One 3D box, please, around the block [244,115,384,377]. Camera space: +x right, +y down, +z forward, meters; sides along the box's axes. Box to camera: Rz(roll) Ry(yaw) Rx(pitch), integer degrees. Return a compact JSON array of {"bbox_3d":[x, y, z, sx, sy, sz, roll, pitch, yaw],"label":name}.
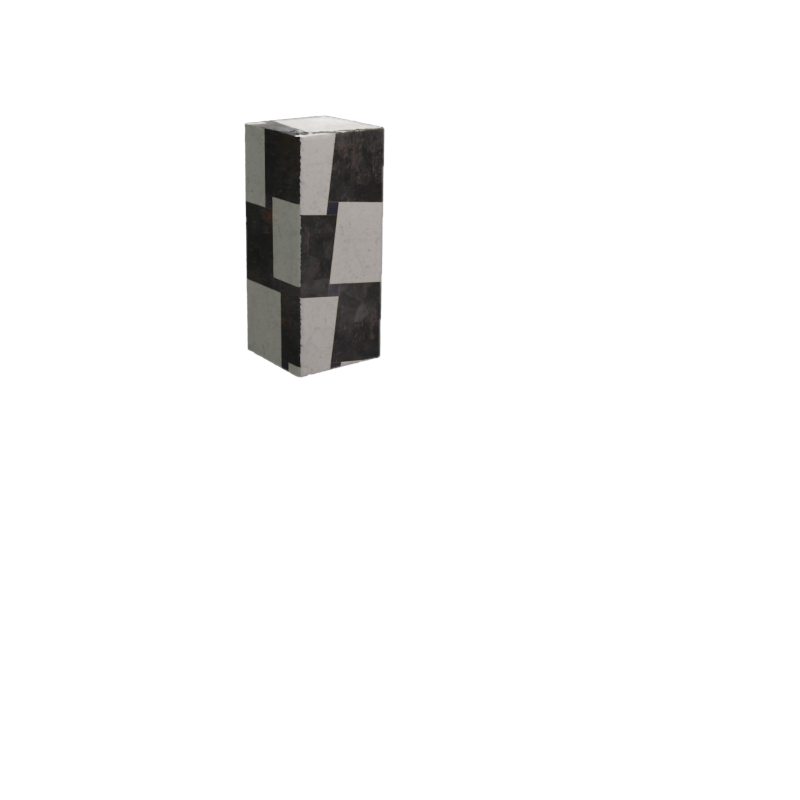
[{"bbox_3d":[-0.076,-0.139,0.970,0.088,0.199,0.096,-11,21,-36],"label":"block"}]
